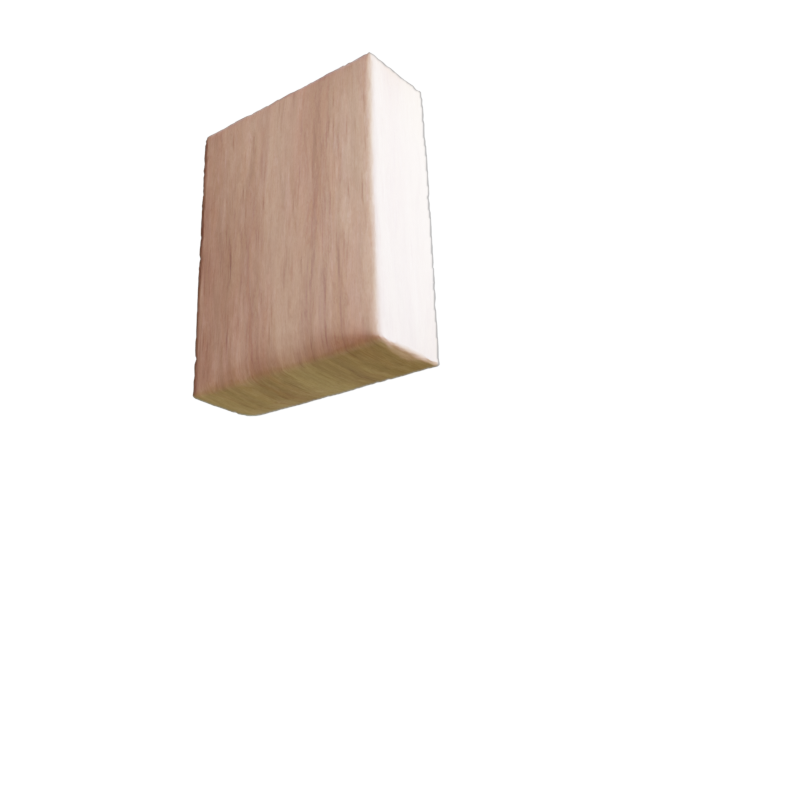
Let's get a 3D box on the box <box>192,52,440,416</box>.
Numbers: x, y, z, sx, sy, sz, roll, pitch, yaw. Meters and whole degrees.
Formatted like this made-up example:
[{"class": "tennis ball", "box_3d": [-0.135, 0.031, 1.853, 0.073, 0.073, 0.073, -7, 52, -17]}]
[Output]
[{"class": "box", "box_3d": [-0.060, -0.110, 0.773, 0.166, 0.226, 0.067, -19, -31, 33]}]
